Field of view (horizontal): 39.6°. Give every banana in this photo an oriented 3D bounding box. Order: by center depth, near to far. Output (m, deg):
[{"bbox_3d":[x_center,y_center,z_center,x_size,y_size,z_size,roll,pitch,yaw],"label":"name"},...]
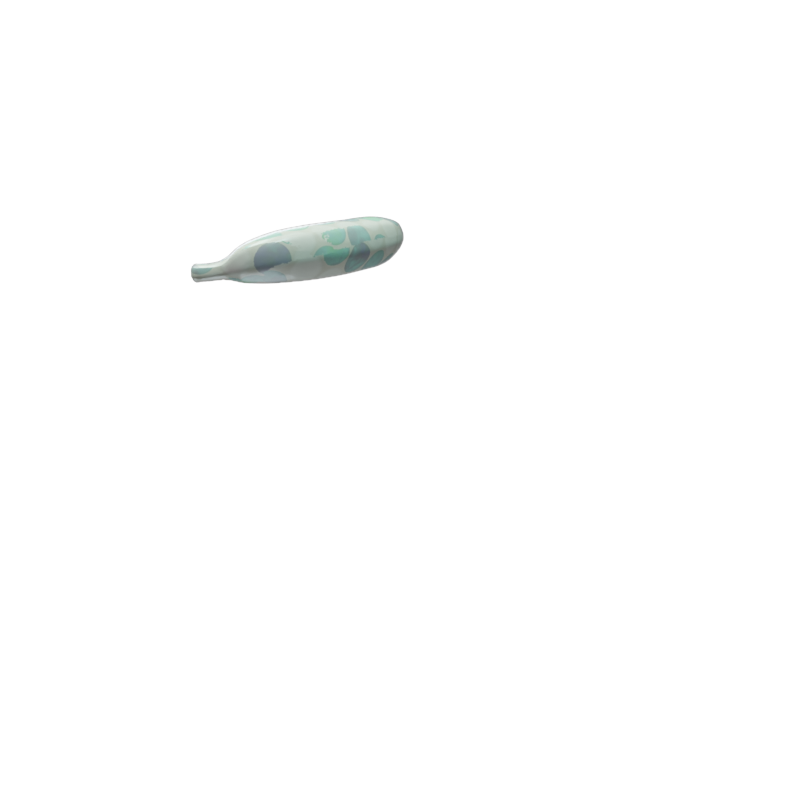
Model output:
[{"bbox_3d":[-0.050,-0.108,0.774,0.073,0.036,0.193,13,20,40],"label":"banana"}]
